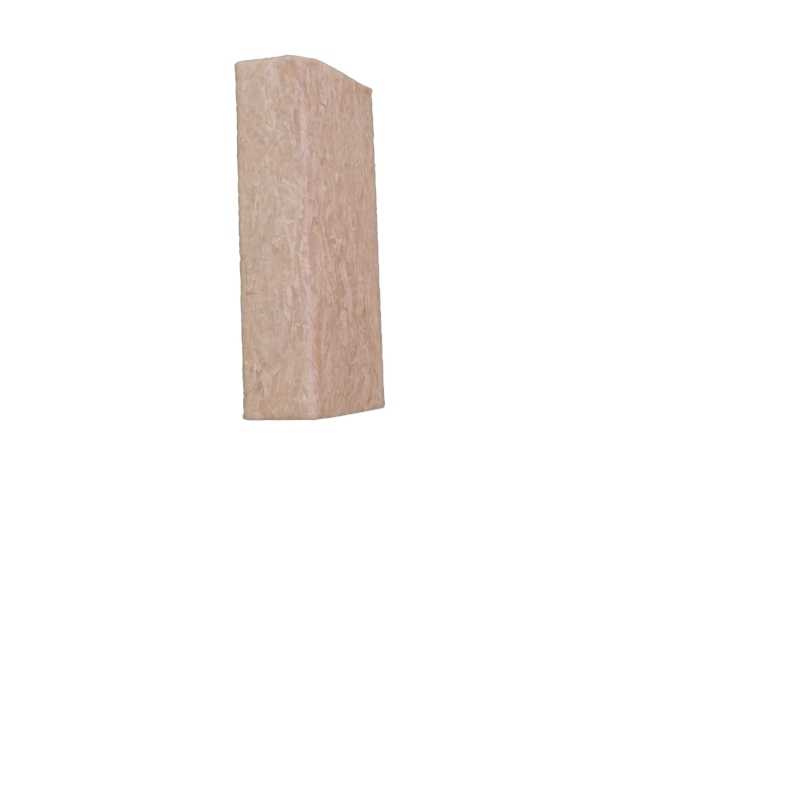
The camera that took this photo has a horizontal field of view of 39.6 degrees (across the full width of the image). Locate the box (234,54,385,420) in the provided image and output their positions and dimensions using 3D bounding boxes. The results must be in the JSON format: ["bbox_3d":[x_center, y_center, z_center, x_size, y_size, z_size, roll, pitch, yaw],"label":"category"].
[{"bbox_3d":[-0.044,-0.081,0.570,0.049,0.178,0.090,-2,-2,22],"label":"box"}]
